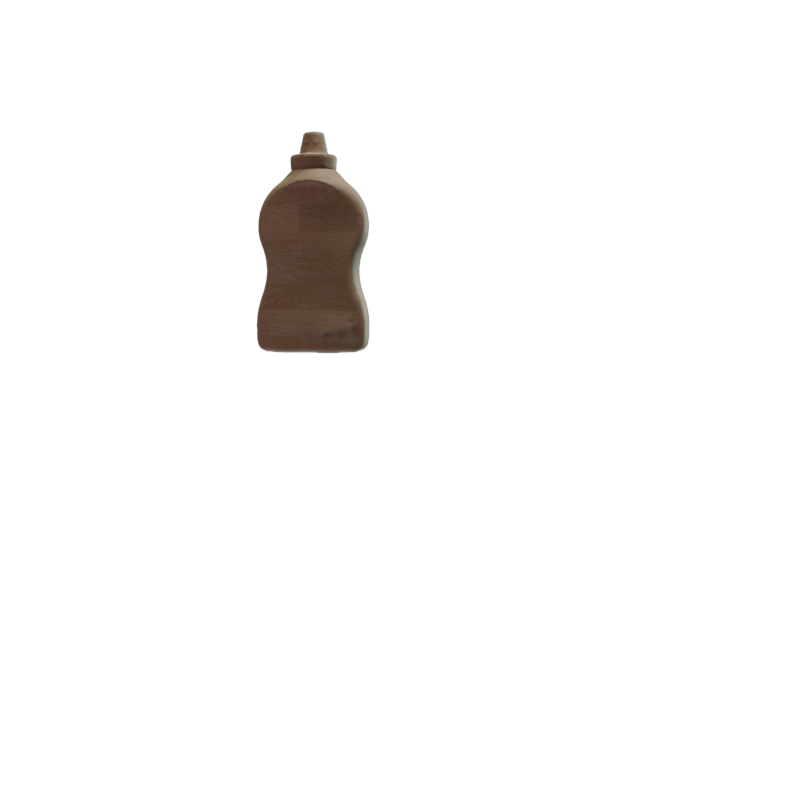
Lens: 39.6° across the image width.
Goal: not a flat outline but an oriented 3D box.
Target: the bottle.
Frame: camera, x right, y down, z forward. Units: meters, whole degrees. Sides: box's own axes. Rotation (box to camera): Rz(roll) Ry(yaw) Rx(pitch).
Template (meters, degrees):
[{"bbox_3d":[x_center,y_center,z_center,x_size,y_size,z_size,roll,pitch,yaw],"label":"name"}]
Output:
[{"bbox_3d":[-0.076,-0.138,0.969,0.097,0.193,0.057,0,-2,11],"label":"bottle"}]
